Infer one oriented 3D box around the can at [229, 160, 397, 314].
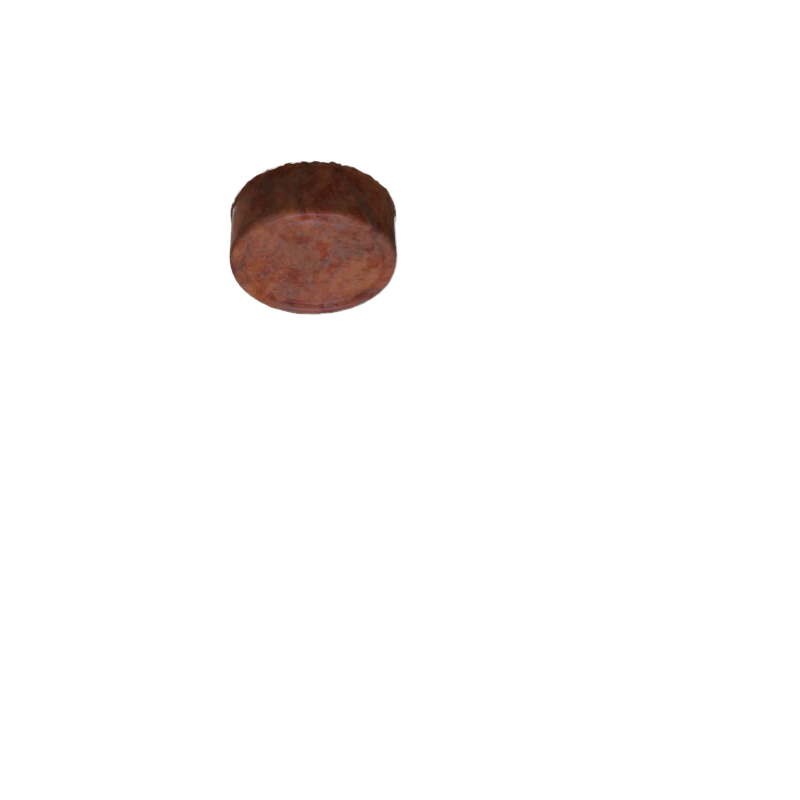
[{"bbox_3d":[-0.044,-0.080,0.563,0.086,0.036,0.080,1,-35,-2],"label":"can"}]
